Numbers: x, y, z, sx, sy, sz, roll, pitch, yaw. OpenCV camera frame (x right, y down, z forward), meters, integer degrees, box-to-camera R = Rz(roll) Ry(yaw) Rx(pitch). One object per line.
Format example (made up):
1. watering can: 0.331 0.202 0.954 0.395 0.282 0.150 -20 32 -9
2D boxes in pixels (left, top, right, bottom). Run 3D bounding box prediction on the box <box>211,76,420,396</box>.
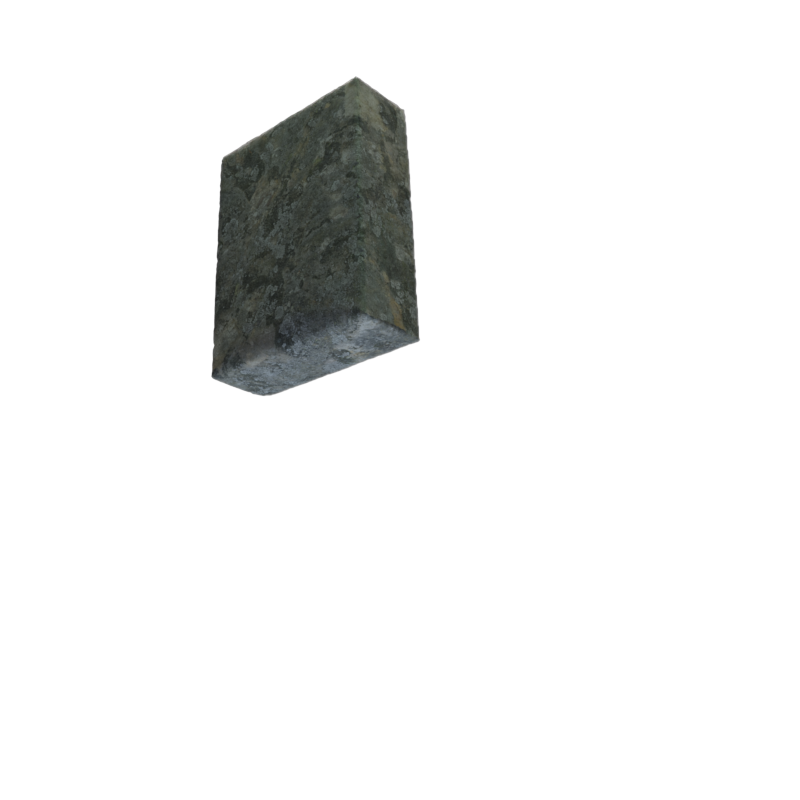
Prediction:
1. box: -0.070 -0.127 0.891 0.165 0.227 0.067 -23 -34 35
